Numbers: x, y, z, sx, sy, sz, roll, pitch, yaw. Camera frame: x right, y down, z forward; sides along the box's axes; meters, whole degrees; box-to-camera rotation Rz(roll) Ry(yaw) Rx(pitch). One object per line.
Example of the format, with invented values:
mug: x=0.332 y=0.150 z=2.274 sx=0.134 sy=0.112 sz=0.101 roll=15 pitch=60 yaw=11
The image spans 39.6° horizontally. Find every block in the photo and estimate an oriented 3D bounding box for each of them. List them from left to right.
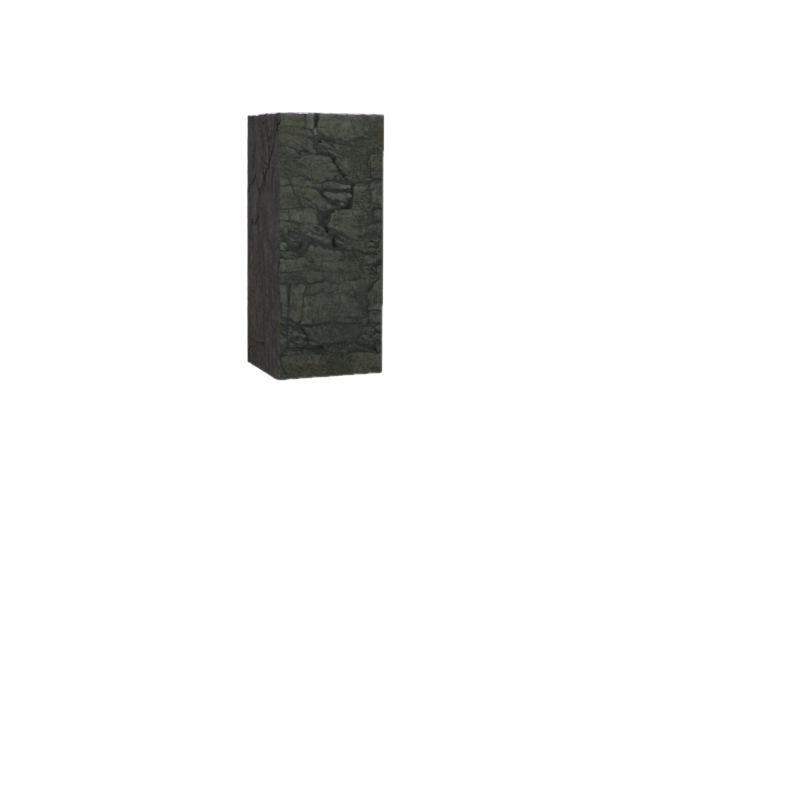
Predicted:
block: x=-0.071 y=-0.129 z=0.902 sx=0.088 sy=0.204 sz=0.094 roll=-2 pitch=6 yaw=-22
